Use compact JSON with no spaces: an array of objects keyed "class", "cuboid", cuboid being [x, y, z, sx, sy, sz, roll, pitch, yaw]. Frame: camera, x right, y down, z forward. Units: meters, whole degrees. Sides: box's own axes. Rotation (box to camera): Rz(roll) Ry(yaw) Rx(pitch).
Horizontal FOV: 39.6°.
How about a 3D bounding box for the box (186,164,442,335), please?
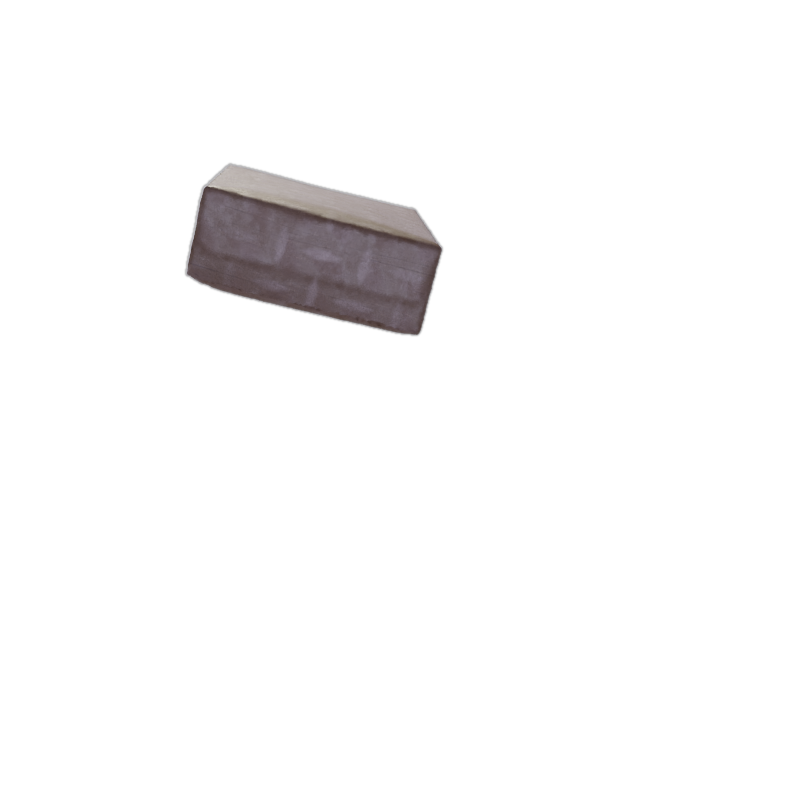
[{"class":"box","cuboid":[-0.065,-0.118,0.829,0.163,0.070,0.220,13,13,-6]}]
